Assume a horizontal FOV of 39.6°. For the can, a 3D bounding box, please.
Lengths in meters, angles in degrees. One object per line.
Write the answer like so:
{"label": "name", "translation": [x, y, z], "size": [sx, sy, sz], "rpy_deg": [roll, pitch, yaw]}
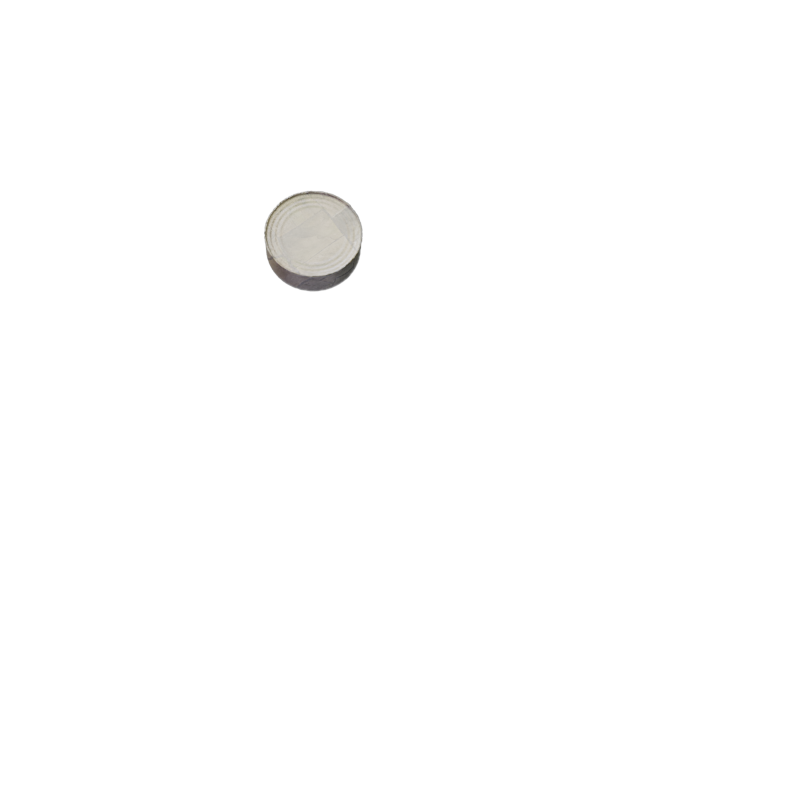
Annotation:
{"label": "can", "translation": [-0.076, -0.139, 0.977], "size": [0.086, 0.091, 0.032], "rpy_deg": [-1, -27, -1]}
